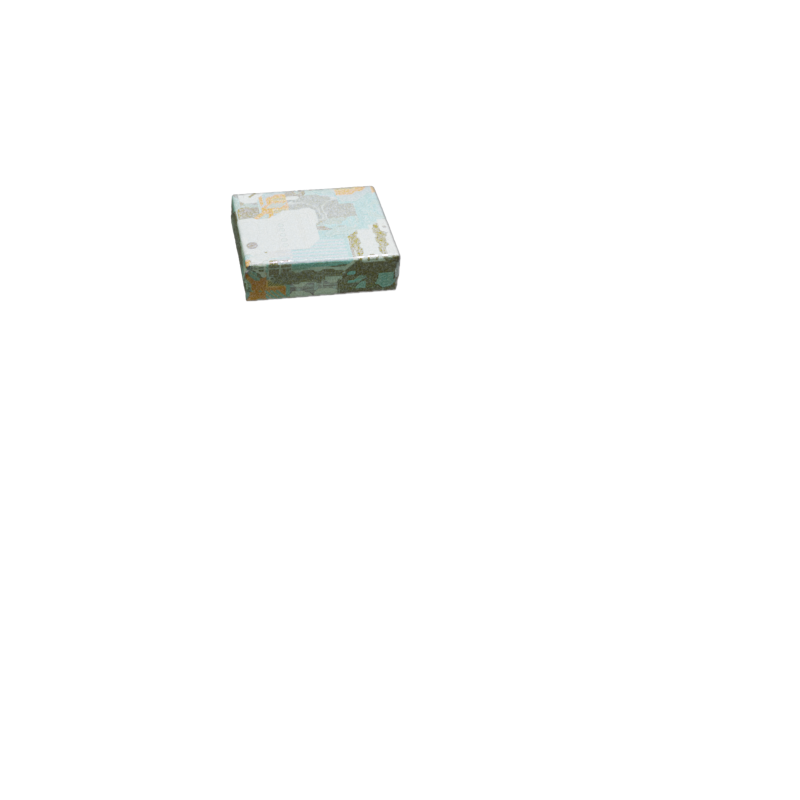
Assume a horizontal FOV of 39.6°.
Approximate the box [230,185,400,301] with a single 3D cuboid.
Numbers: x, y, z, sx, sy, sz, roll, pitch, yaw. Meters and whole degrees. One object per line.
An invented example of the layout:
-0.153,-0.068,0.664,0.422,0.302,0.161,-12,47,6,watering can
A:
-0.064,-0.116,0.814,0.112,0.036,0.097,-7,41,-9,box
